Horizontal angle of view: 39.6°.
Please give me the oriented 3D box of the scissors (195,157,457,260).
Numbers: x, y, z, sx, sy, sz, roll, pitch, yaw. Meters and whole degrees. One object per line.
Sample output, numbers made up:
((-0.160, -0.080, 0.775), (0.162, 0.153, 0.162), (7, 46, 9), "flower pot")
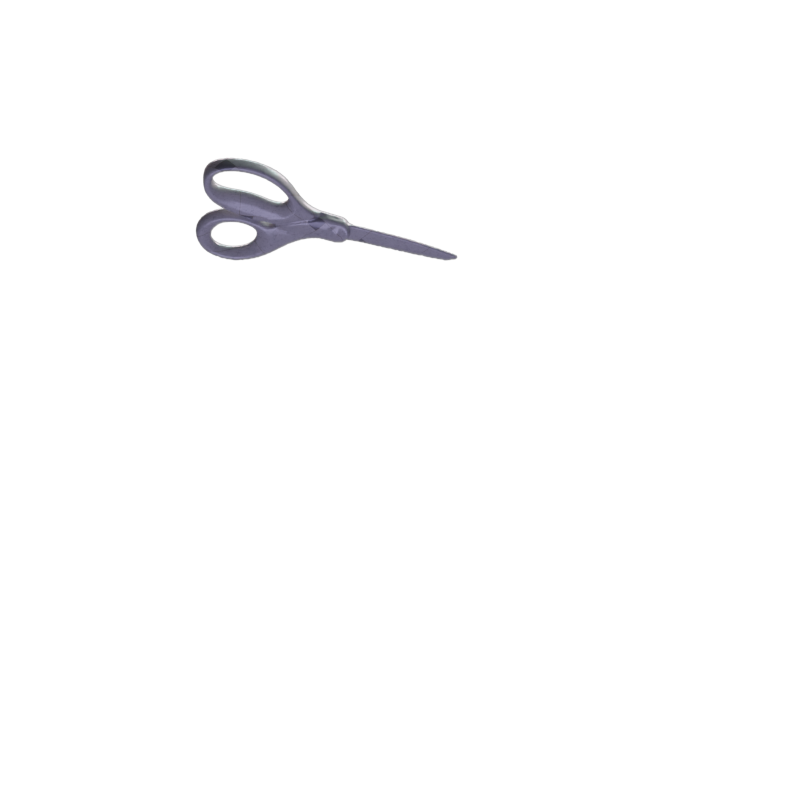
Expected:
((-0.065, -0.119, 0.833), (0.193, 0.017, 0.094), (25, -50, -23), "scissors")
